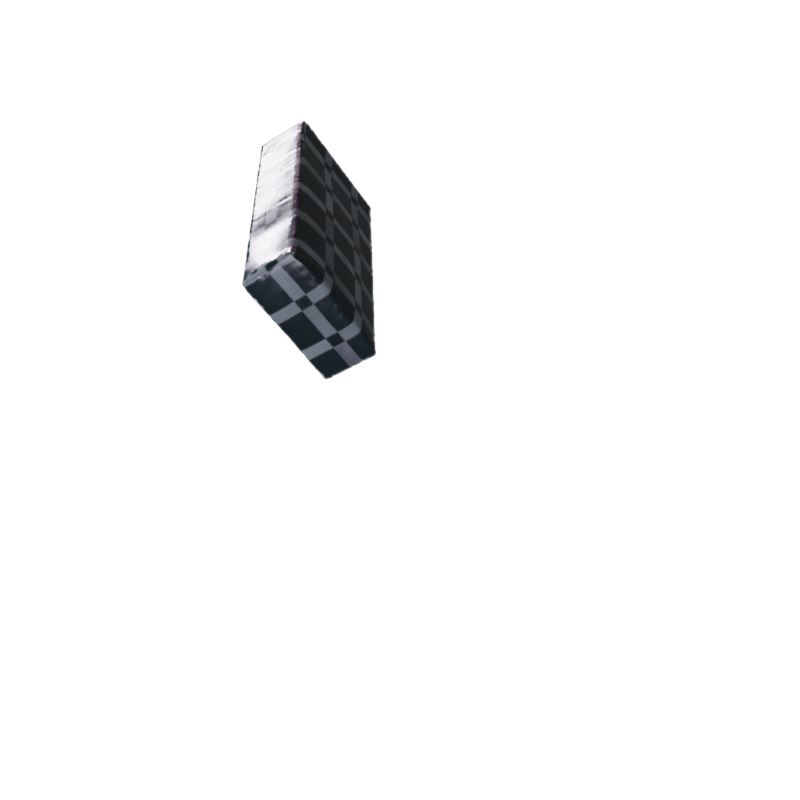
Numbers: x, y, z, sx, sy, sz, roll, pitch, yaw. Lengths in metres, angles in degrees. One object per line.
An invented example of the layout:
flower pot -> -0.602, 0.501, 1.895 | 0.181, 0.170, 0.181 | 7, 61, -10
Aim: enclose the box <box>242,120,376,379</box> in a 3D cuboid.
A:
box -> -0.059, -0.107, 0.748 | 0.048, 0.087, 0.188 | -30, 33, 17
